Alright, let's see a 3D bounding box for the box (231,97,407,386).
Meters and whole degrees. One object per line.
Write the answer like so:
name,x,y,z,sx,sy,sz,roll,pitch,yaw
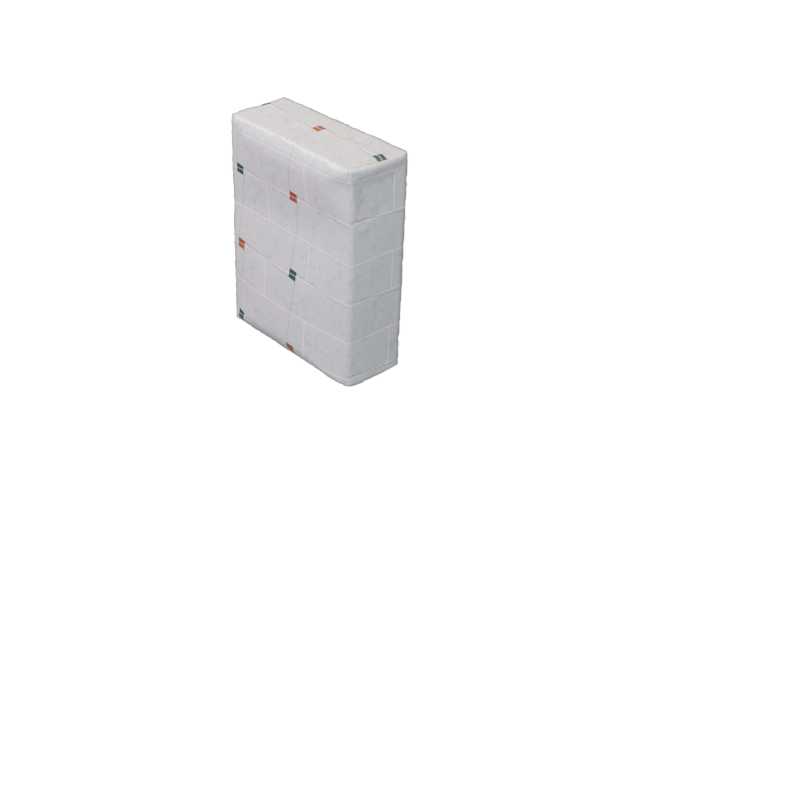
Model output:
box,-0.077,-0.141,0.988,0.071,0.201,0.176,-23,40,-36
